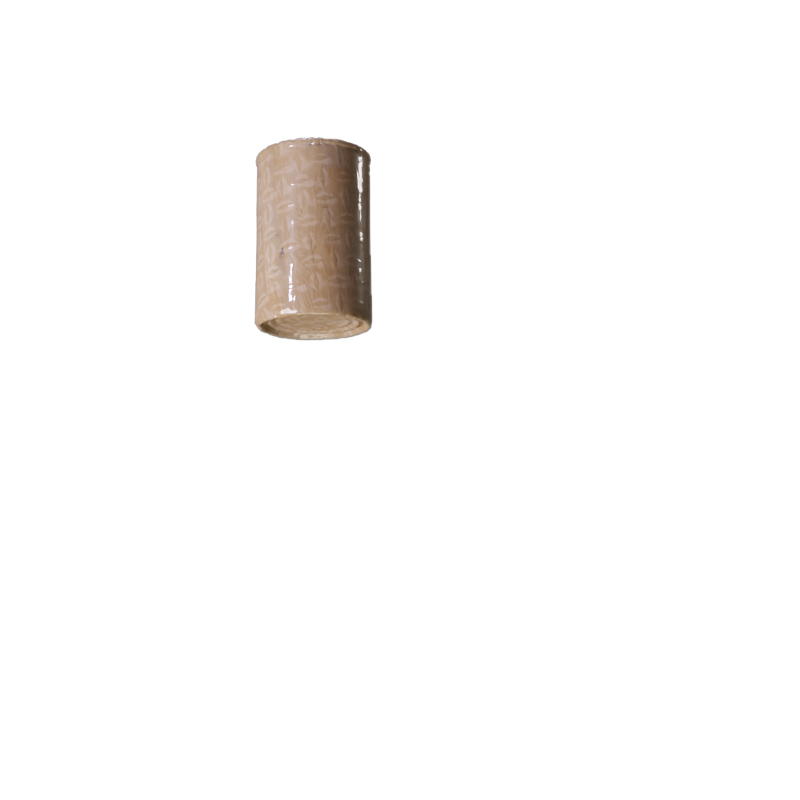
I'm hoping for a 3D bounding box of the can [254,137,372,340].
[{"bbox_3d":[-0.050,-0.091,0.638,0.068,0.106,0.066,0,-15,-2],"label":"can"}]
